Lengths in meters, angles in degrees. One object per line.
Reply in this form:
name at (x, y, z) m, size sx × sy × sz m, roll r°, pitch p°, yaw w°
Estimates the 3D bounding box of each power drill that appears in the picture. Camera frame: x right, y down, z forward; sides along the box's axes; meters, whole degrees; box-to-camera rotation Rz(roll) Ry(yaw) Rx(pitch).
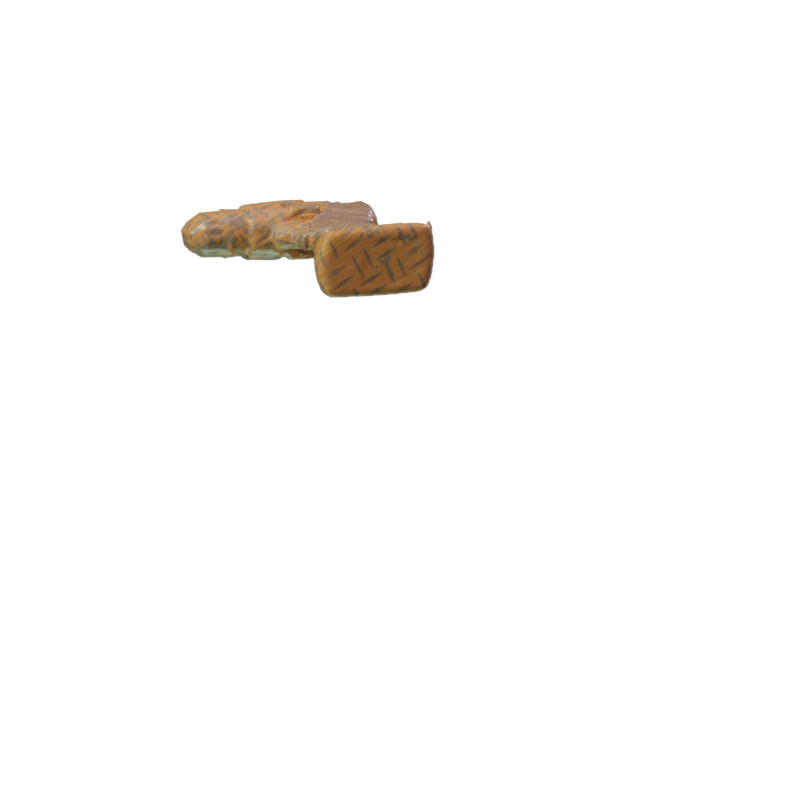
power drill at (-0.073, -0.134, 0.935) m, size 0.180 × 0.055 × 0.199 m, roll -10°, pitch 21°, yaw -26°
